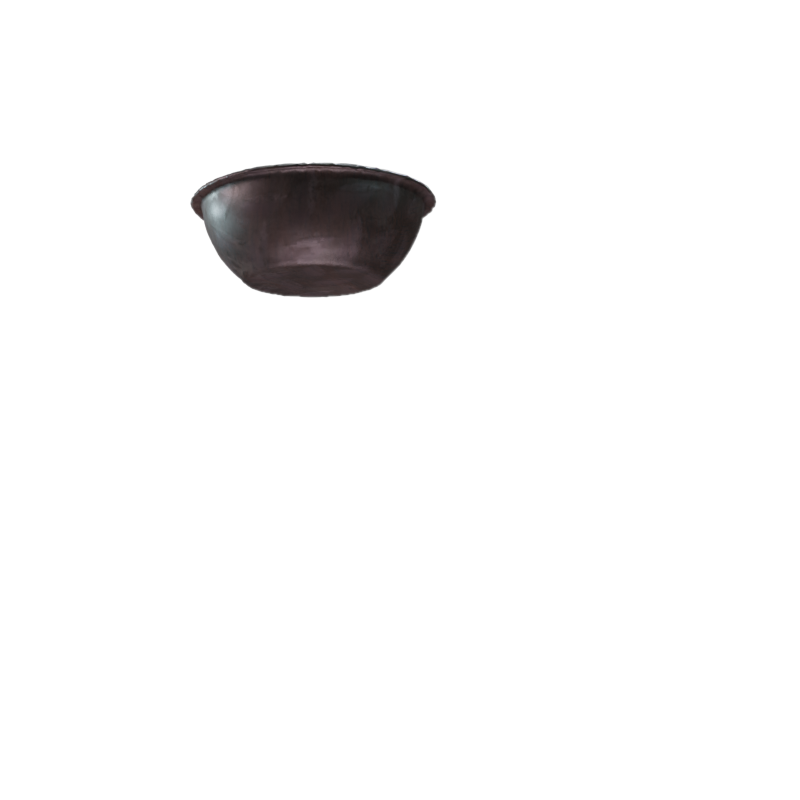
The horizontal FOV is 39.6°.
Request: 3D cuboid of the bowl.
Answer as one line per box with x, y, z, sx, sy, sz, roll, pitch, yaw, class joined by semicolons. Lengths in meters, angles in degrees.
-0.057;-0.104;0.727;0.162;0.057;0.158;0;-9;-2;bowl
